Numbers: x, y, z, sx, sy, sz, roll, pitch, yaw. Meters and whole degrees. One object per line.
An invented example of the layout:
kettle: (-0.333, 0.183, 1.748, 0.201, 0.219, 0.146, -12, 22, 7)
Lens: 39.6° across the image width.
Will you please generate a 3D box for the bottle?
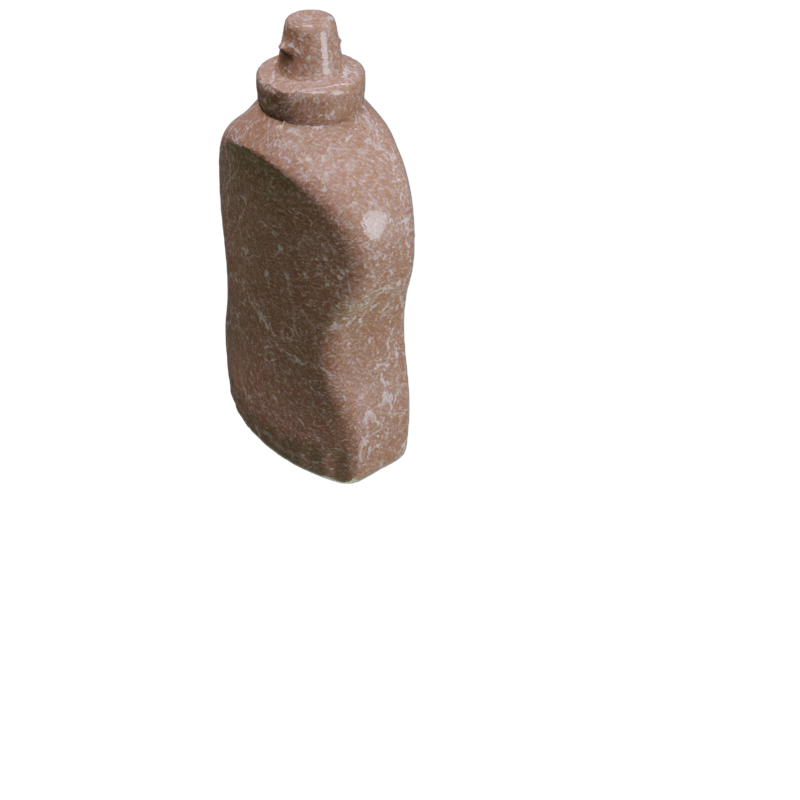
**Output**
bottle: (-0.036, -0.064, 0.450, 0.058, 0.180, 0.103, -22, 42, -31)
